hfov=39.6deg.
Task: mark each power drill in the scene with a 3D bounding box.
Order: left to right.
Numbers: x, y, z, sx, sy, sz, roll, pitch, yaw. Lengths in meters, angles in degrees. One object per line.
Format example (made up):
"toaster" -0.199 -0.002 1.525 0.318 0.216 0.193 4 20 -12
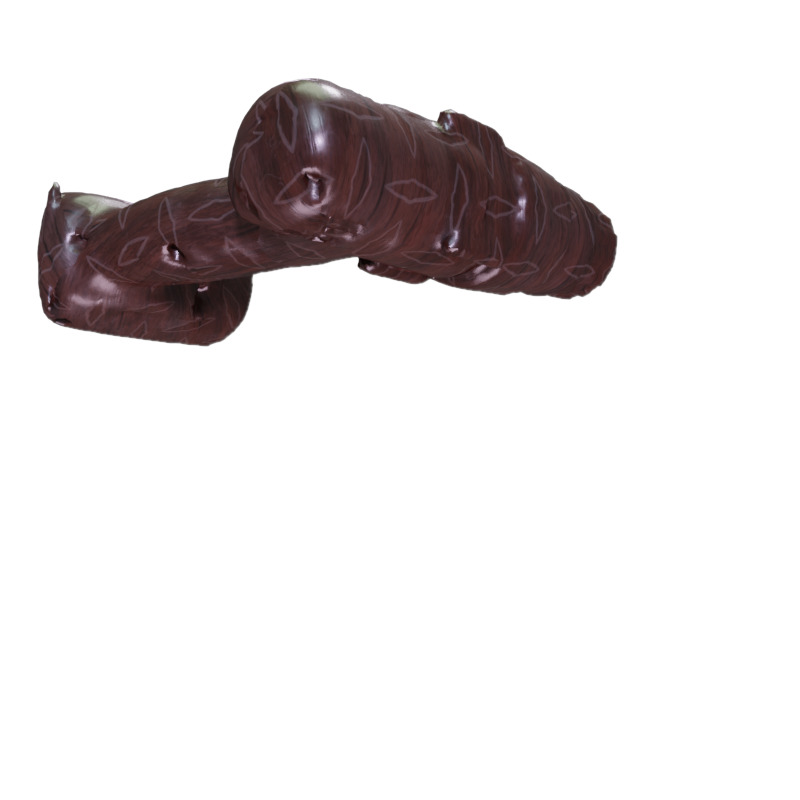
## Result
"power drill" -0.033 -0.061 0.426 0.192 0.059 0.174 -9 -14 40
